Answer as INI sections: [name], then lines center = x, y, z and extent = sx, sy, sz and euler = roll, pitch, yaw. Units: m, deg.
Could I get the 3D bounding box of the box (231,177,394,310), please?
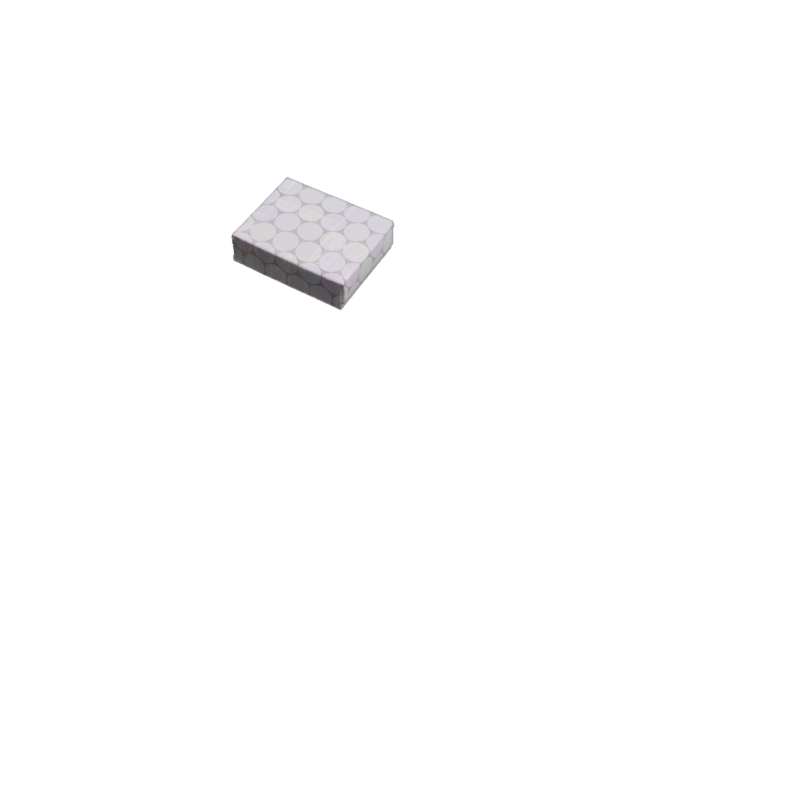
[box]
center = -0.075, -0.137, 0.956
extent = 0.118, 0.036, 0.092
euler = 23, 50, 20
